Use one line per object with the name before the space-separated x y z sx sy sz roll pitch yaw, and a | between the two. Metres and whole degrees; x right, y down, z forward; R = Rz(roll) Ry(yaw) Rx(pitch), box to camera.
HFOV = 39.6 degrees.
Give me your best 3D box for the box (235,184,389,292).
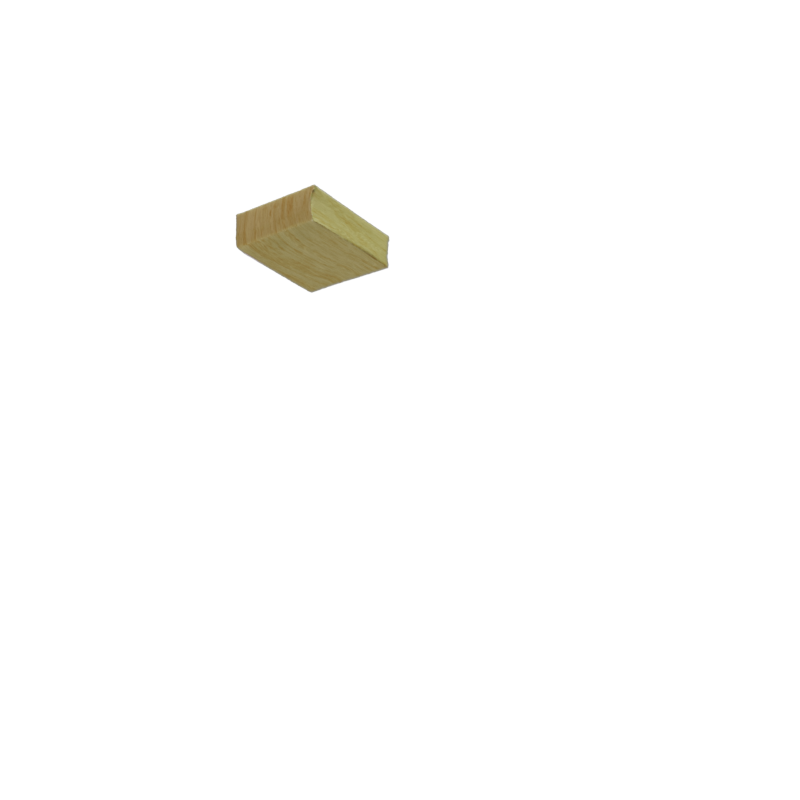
box | -0.077 -0.140 0.979 0.091 0.041 0.106 -16 -26 33
